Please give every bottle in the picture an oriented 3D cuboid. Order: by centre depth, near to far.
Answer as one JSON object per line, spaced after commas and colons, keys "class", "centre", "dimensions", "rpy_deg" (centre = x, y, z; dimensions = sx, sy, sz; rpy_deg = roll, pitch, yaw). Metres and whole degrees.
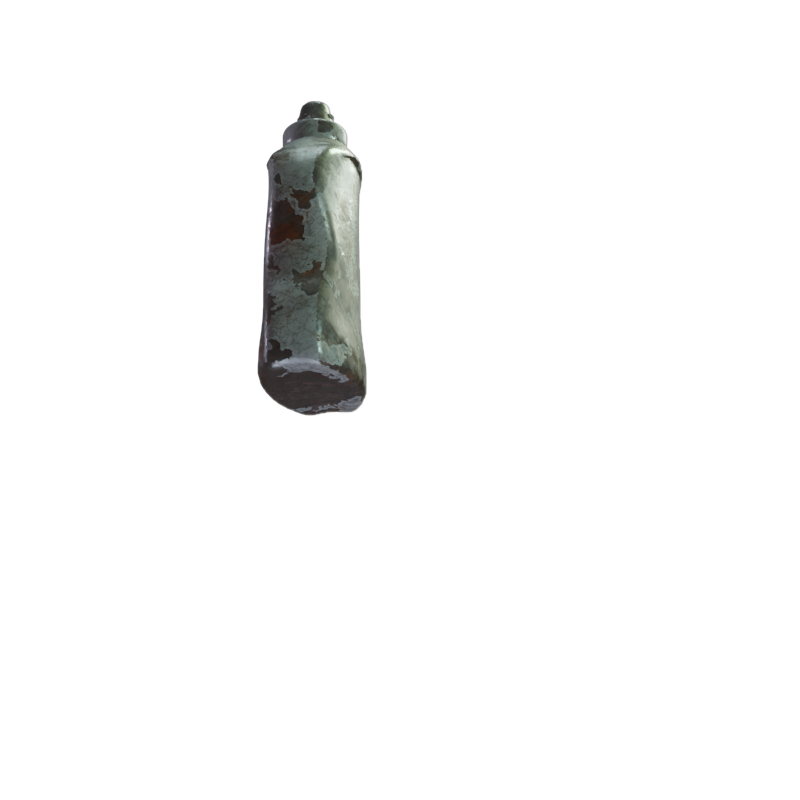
{"class": "bottle", "centre": [-0.052, -0.095, 0.664], "dimensions": [0.059, 0.203, 0.090], "rpy_deg": [-8, -25, 12]}
